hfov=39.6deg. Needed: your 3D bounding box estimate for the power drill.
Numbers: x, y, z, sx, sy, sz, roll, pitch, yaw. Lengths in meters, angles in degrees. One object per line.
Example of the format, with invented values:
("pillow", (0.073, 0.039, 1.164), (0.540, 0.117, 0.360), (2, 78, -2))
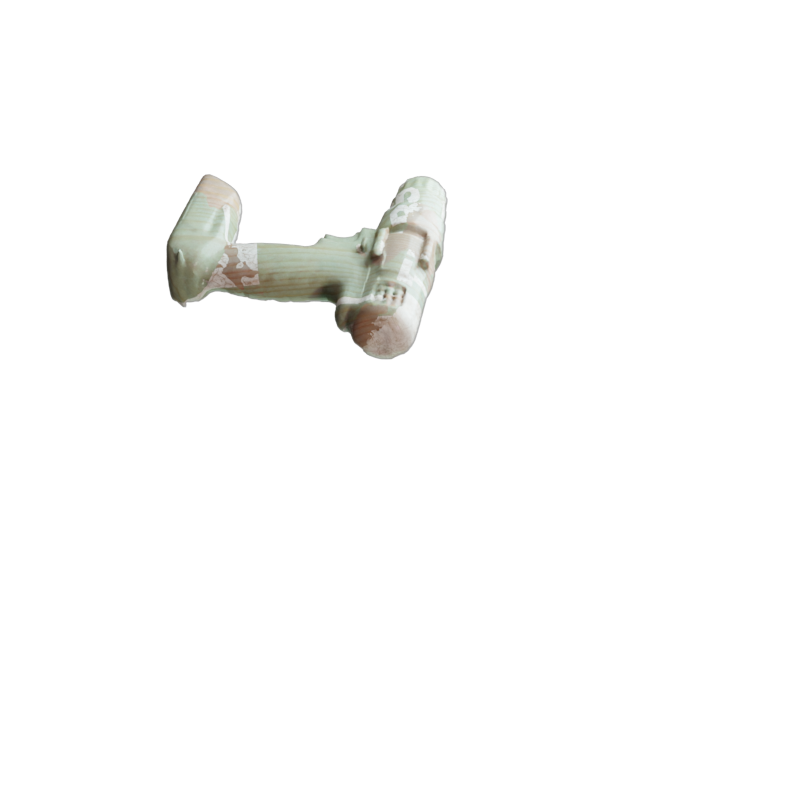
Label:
("power drill", (-0.063, -0.115, 0.805), (0.191, 0.053, 0.194), (8, 41, 9))
